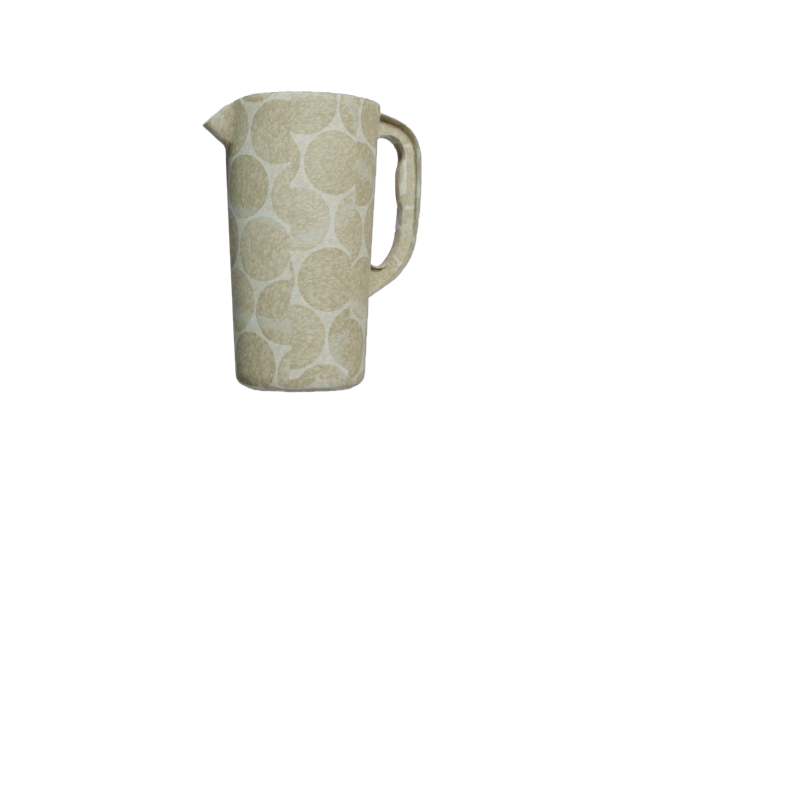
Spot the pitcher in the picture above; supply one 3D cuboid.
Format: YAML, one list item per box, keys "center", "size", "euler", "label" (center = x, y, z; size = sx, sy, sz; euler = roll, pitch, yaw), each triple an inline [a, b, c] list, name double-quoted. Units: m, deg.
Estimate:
- center: [-0.073, -0.133, 0.929]
  size: [0.154, 0.244, 0.140]
  euler: [0, 0, 25]
  label: "pitcher"
